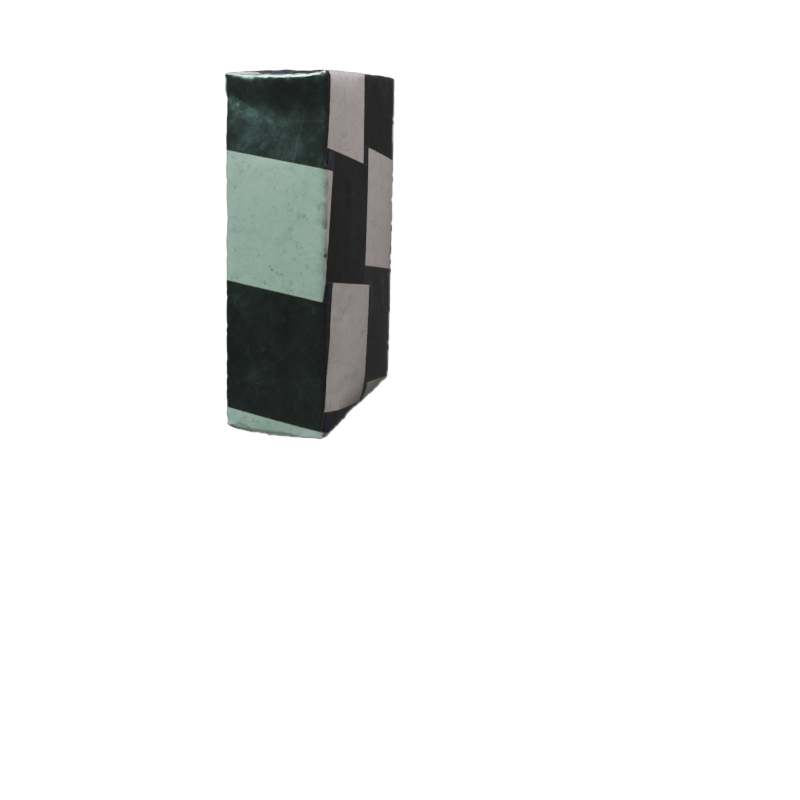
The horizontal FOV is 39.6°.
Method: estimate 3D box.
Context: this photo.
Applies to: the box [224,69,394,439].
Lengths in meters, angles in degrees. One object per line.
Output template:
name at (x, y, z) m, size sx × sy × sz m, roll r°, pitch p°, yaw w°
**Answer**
box at (-0.056, -0.101, 0.711) m, size 0.073 × 0.210 × 0.164 m, roll 2°, pitch 10°, yaw 13°
